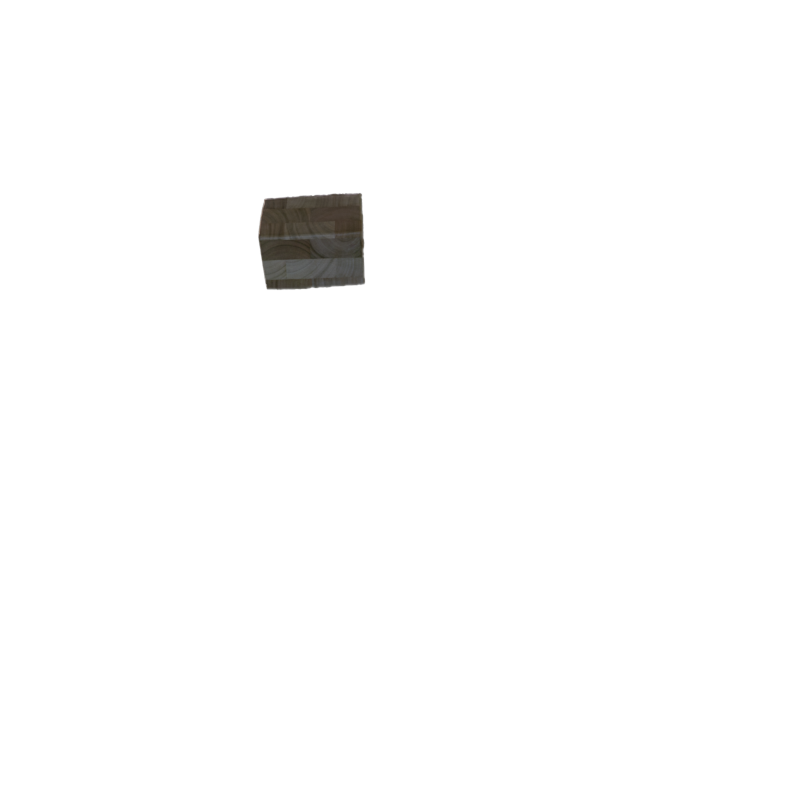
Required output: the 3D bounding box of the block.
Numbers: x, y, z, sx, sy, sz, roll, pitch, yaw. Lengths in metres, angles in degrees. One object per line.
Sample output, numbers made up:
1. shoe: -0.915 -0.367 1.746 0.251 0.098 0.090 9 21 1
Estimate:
1. block: -0.066 -0.120 0.843 0.078 0.049 0.055 -3 41 1
